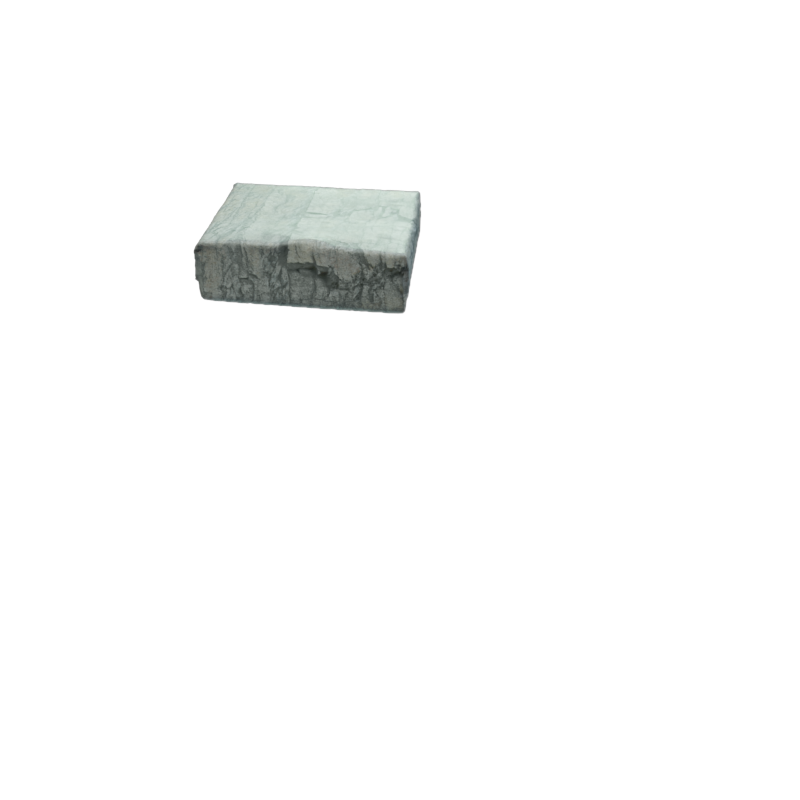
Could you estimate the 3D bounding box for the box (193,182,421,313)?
[{"bbox_3d":[-0.038,-0.069,0.484,0.090,0.028,0.076,4,29,7],"label":"box"}]
